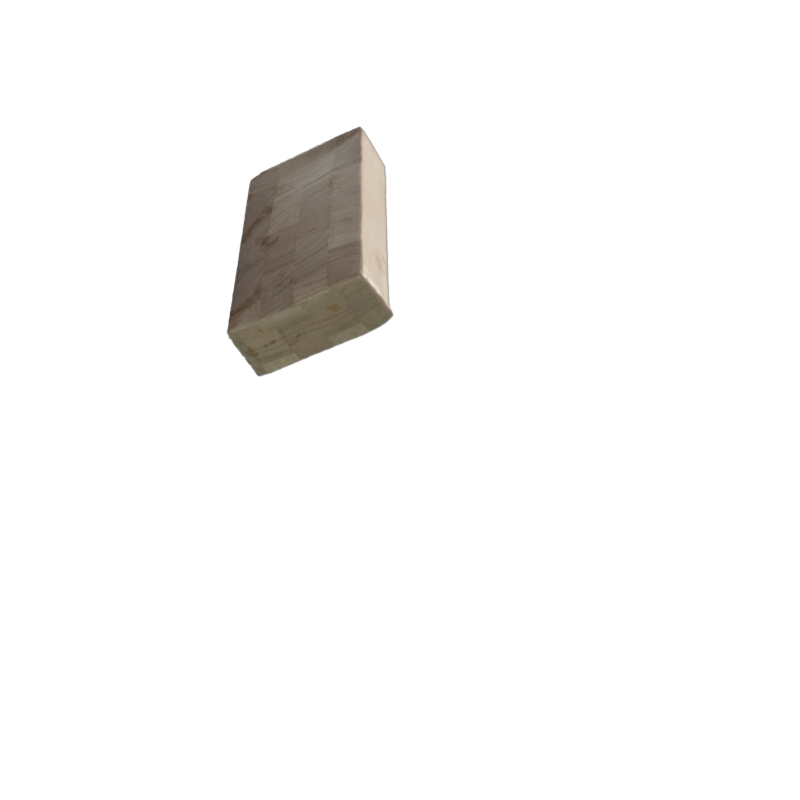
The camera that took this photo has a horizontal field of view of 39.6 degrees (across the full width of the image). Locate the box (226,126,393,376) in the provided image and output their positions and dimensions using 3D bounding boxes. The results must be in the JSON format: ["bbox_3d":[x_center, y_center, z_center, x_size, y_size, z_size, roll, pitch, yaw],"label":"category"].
[{"bbox_3d":[-0.056,-0.101,0.710,0.094,0.189,0.044,-23,-51,15],"label":"box"}]
